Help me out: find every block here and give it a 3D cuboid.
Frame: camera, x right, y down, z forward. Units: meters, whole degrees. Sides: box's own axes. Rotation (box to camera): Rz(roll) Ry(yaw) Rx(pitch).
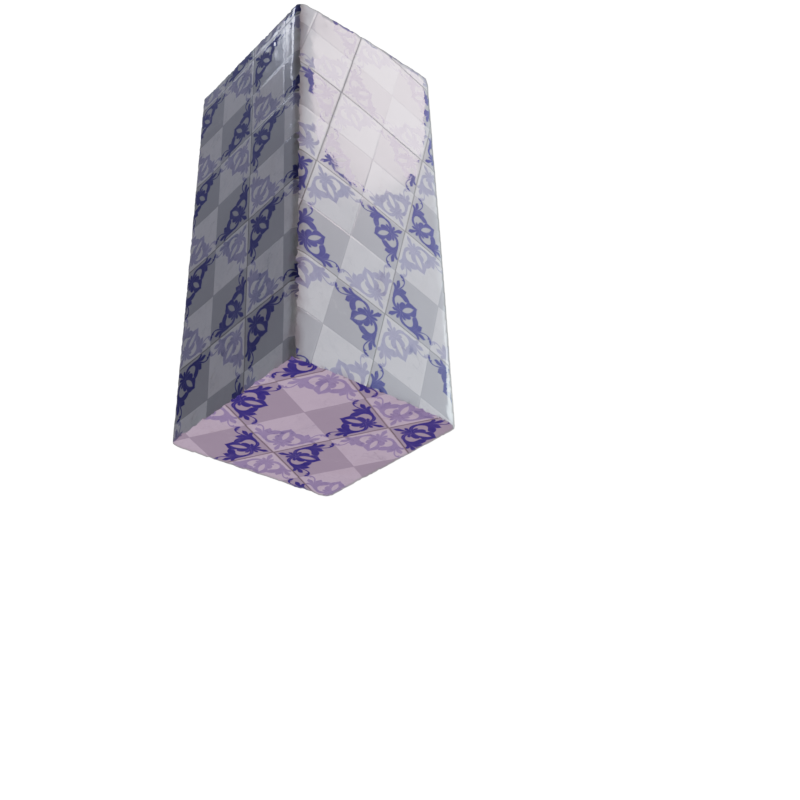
[{"bbox_3d":[-0.041,-0.076,0.531,0.085,0.221,0.090,24,-43,-33],"label":"block"}]
